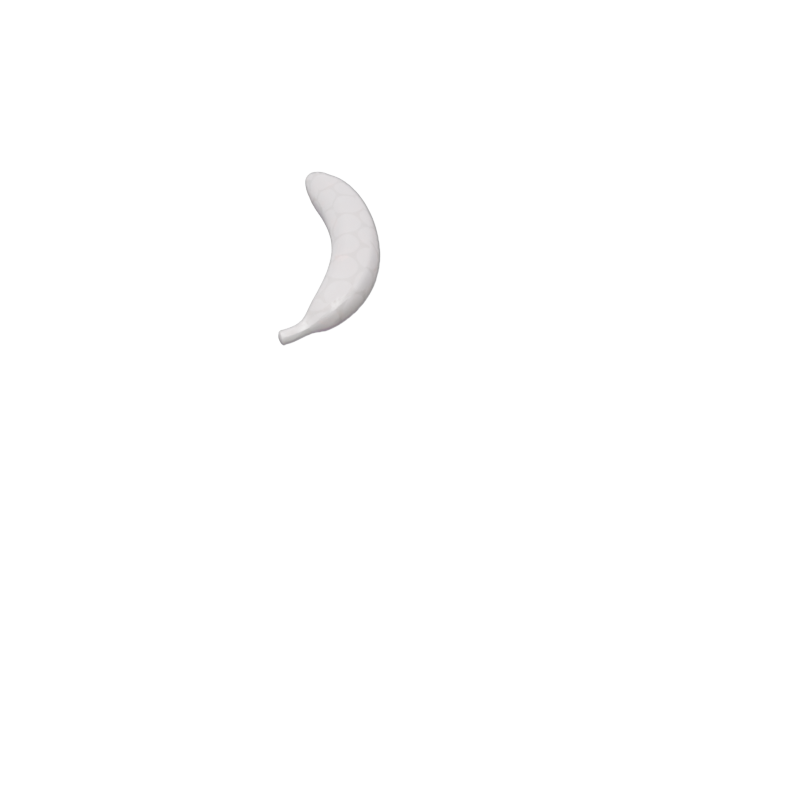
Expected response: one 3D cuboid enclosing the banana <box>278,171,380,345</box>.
[{"bbox_3d":[-0.050,-0.120,0.863,0.070,0.034,0.211,2,43,2],"label":"banana"}]
